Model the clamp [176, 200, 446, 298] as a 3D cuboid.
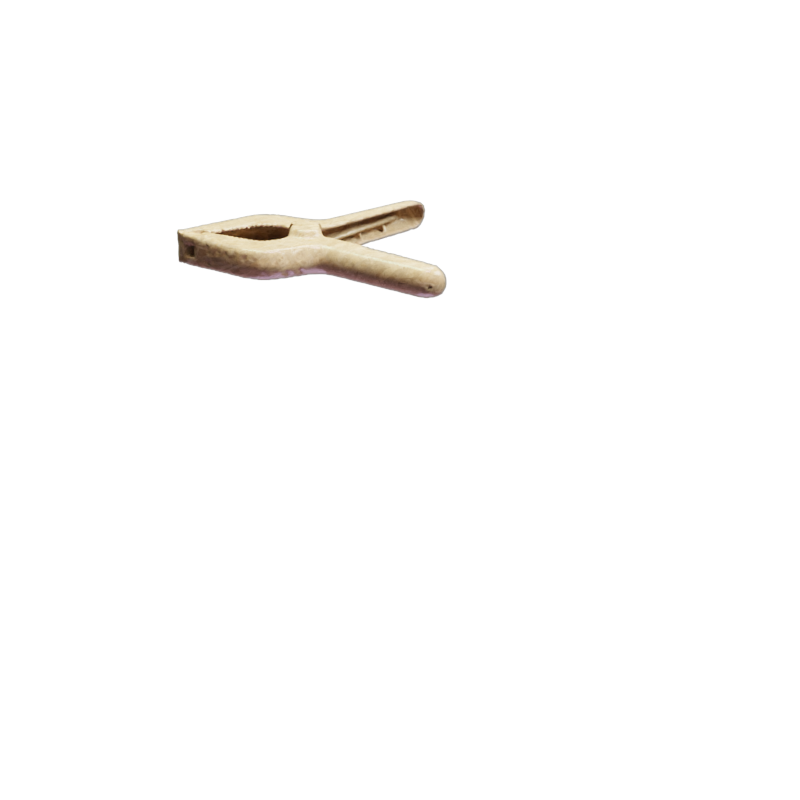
[{"bbox_3d":[-0.069,-0.126,0.881,0.211,0.035,0.172,2,27,4],"label":"clamp"}]
